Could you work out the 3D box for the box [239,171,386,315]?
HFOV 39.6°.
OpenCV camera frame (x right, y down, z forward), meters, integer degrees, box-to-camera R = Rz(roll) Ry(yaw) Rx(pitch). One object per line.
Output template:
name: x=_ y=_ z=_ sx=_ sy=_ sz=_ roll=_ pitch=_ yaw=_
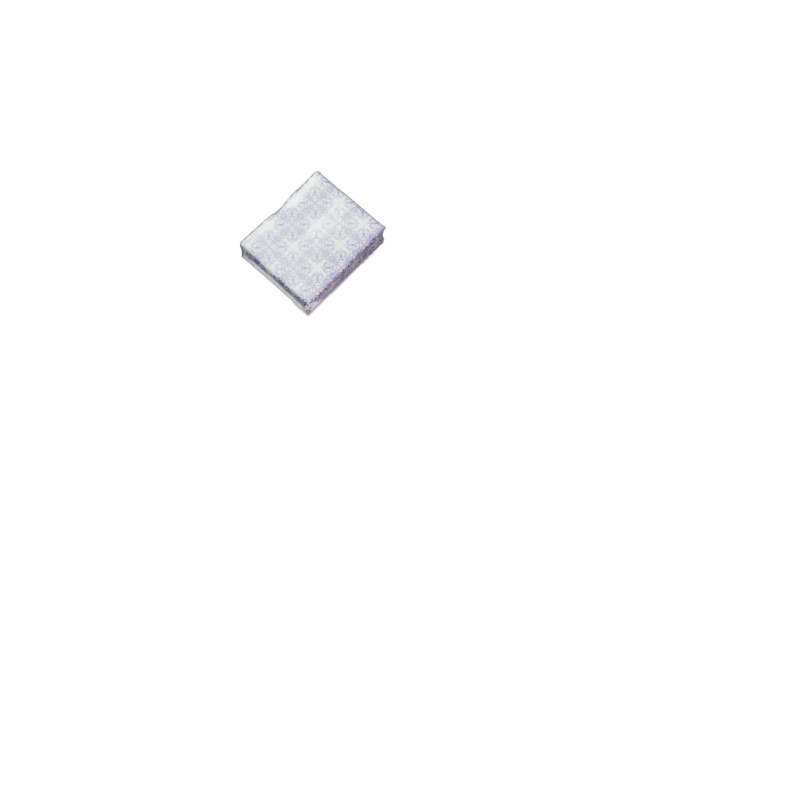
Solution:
box: x=-0.066 y=-0.122 z=0.851 sx=0.076 sy=0.090 sz=0.029 roll=40 pitch=-17 yaw=15
